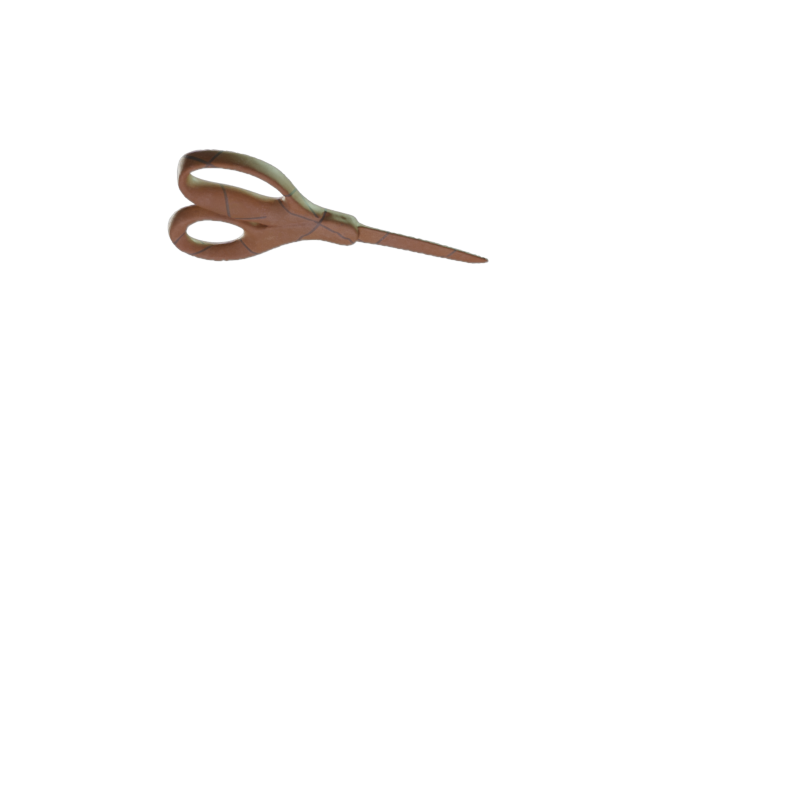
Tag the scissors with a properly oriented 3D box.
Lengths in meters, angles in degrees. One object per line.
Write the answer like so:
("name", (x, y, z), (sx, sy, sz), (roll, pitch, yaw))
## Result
("scissors", (-0.053, -0.096, 0.674), (0.191, 0.017, 0.095), (21, -39, -29))
